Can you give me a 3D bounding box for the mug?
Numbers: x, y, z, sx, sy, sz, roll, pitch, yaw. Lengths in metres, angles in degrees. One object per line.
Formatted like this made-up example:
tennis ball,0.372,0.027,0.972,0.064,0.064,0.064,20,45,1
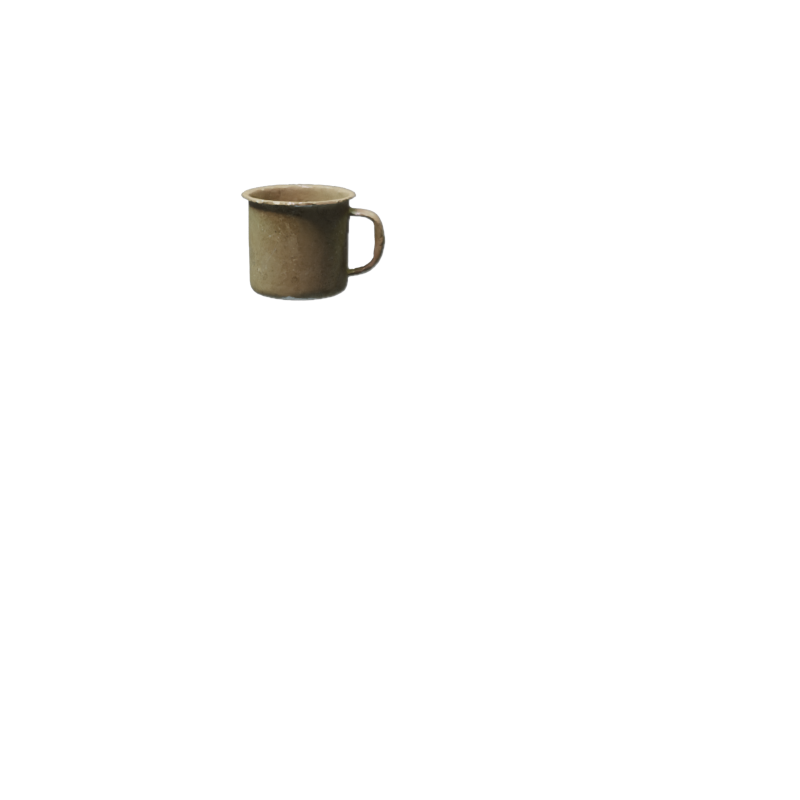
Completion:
mug,-0.071,-0.129,0.907,0.117,0.079,0.096,1,17,1
